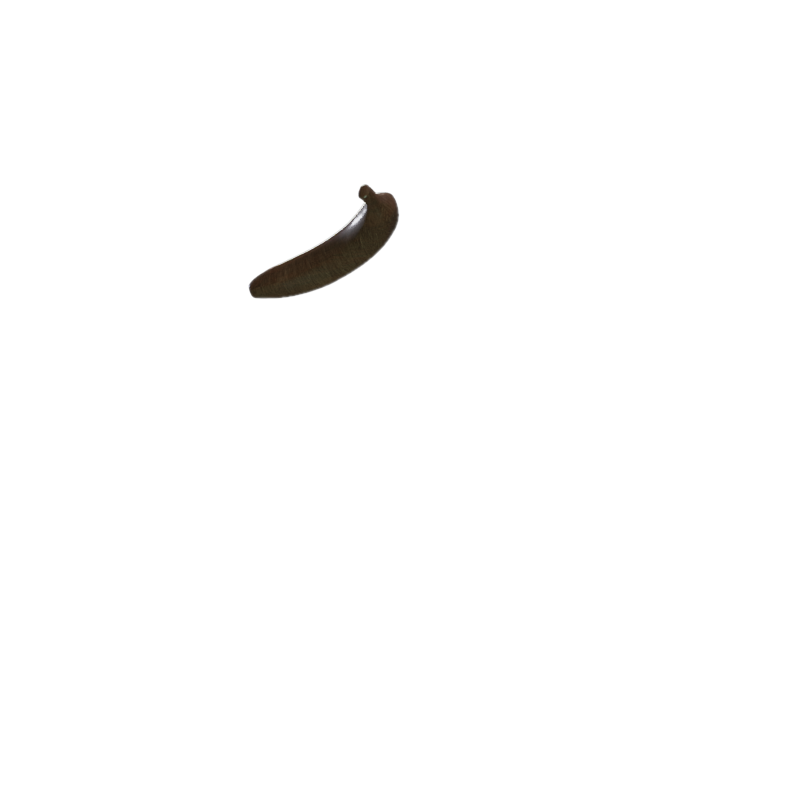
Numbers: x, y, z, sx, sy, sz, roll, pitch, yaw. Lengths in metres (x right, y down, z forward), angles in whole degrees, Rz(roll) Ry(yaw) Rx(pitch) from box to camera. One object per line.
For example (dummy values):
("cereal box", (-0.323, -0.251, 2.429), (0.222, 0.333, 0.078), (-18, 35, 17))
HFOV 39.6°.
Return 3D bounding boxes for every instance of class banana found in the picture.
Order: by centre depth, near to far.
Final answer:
("banana", (-0.058, -0.135, 0.967), (0.066, 0.039, 0.195), (18, -33, -30))
